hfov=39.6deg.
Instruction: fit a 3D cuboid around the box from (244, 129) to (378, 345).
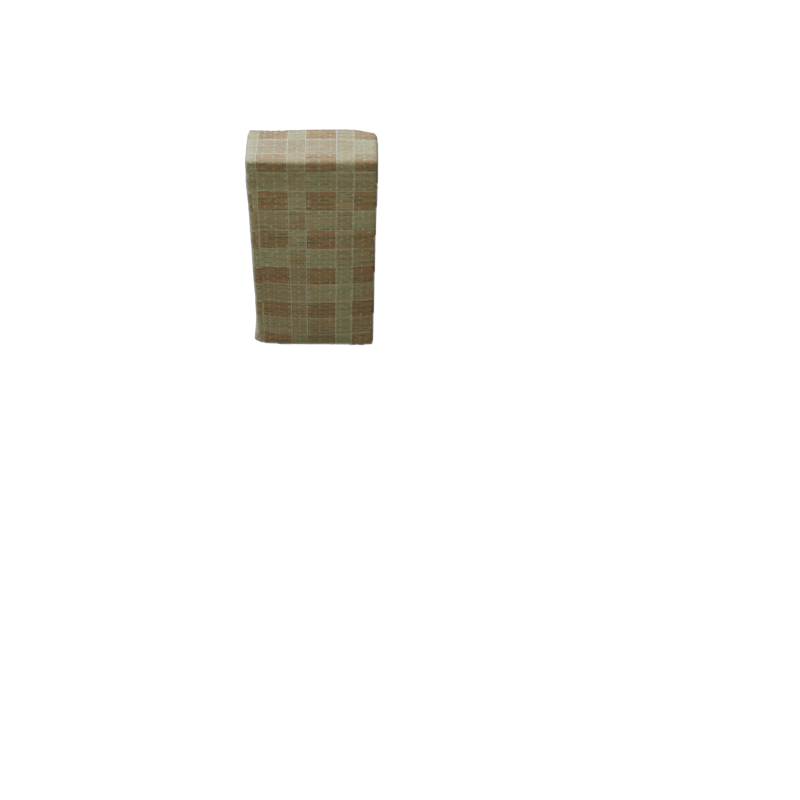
[{"bbox_3d":[-0.064,-0.117,0.819,0.093,0.164,0.051,2,41,-1],"label":"box"}]
